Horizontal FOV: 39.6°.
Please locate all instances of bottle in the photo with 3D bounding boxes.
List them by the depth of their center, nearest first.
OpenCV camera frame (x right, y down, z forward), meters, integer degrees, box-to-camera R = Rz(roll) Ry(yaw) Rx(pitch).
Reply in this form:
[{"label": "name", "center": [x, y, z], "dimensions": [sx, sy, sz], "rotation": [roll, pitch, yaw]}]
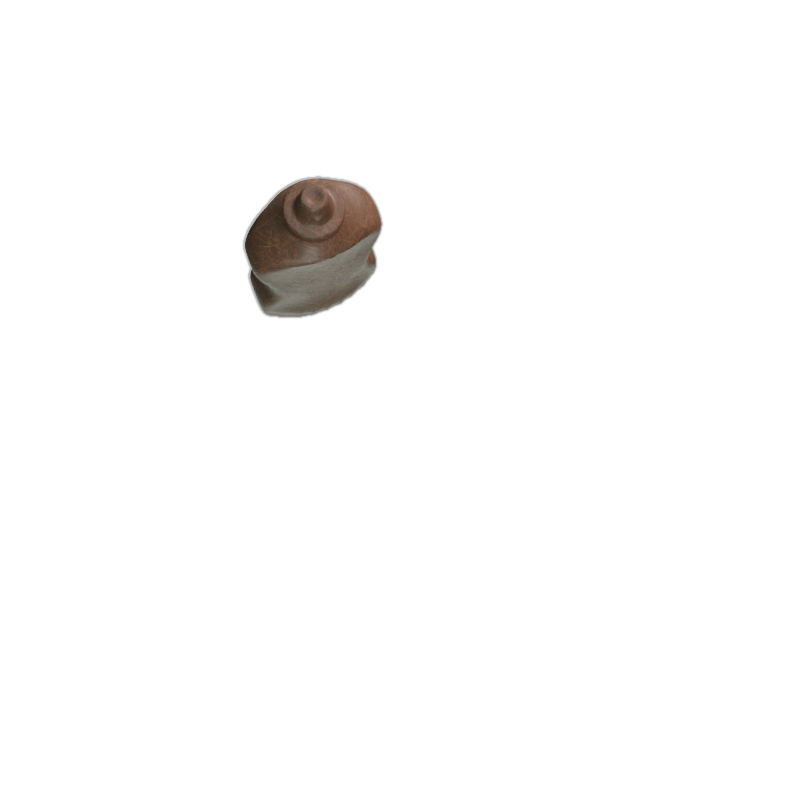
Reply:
[{"label": "bottle", "center": [-0.061, -0.111, 0.779], "dimensions": [0.096, 0.060, 0.186], "rotation": [-20, -9, -7]}]
